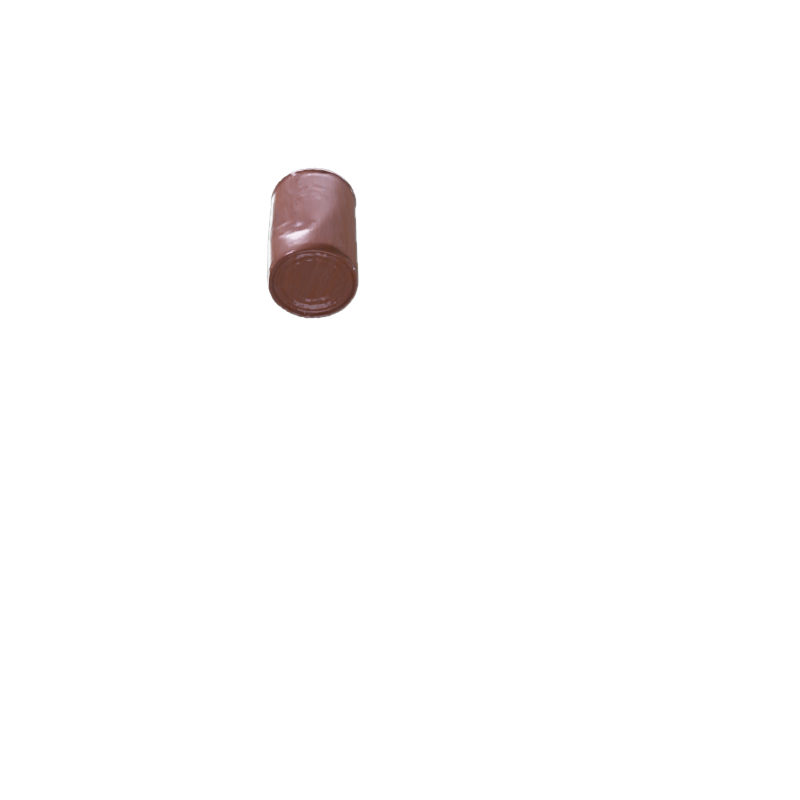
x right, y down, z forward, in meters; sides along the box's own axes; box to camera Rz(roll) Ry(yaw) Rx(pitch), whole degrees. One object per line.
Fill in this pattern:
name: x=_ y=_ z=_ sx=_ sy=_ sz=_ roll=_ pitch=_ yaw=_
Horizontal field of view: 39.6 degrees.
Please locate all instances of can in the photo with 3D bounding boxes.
can: x=-0.065 y=-0.119 z=0.837 sx=0.068 sy=0.064 sz=0.110 roll=-1 pitch=42 yaw=-3
